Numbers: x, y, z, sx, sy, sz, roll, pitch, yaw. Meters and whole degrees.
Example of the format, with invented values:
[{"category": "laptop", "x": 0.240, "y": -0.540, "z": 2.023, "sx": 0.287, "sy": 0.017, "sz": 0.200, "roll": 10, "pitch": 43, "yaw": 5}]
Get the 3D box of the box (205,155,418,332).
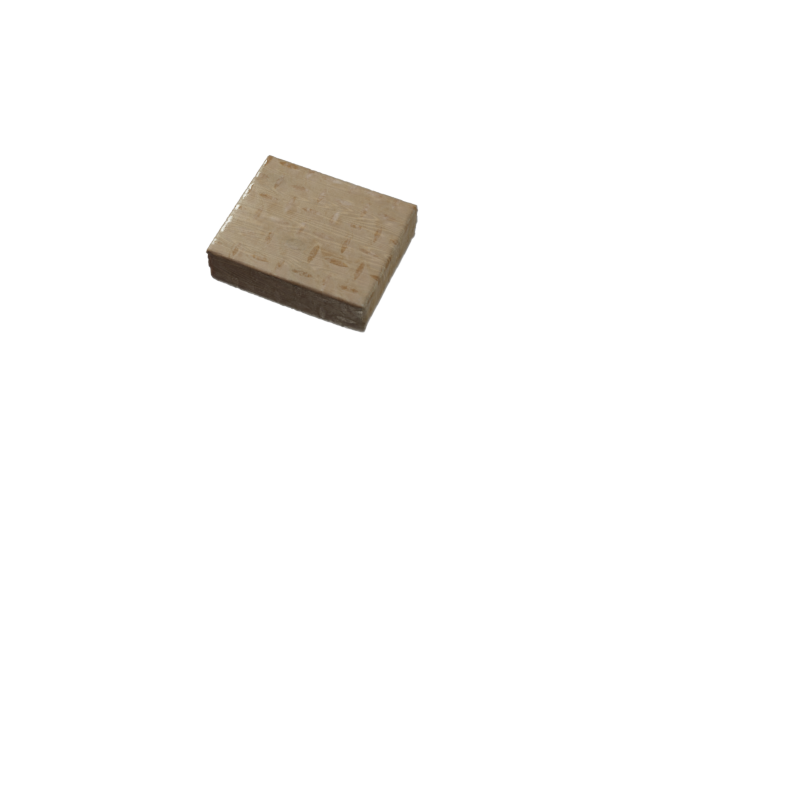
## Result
[{"category": "box", "x": -0.057, "y": -0.103, "z": 0.725, "sx": 0.117, "sy": 0.093, "sz": 0.036, "roll": 21, "pitch": -31, "yaw": 13}]
